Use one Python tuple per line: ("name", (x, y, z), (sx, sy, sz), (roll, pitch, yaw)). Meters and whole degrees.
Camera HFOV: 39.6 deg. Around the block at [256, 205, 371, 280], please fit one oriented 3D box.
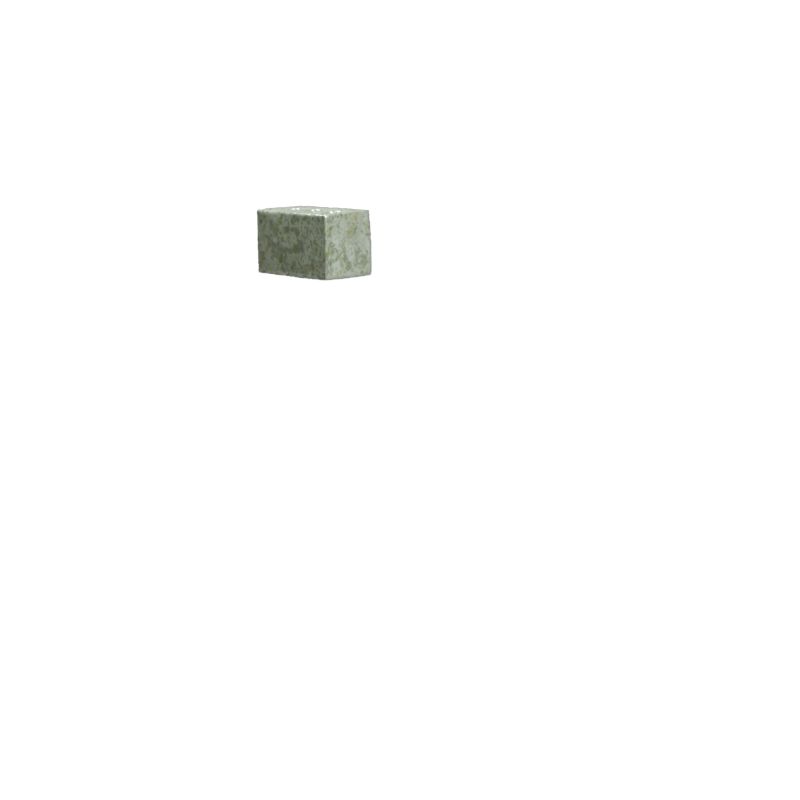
("block", (-0.068, -0.124, 0.869), (0.082, 0.050, 0.051), (10, 14, 40))
